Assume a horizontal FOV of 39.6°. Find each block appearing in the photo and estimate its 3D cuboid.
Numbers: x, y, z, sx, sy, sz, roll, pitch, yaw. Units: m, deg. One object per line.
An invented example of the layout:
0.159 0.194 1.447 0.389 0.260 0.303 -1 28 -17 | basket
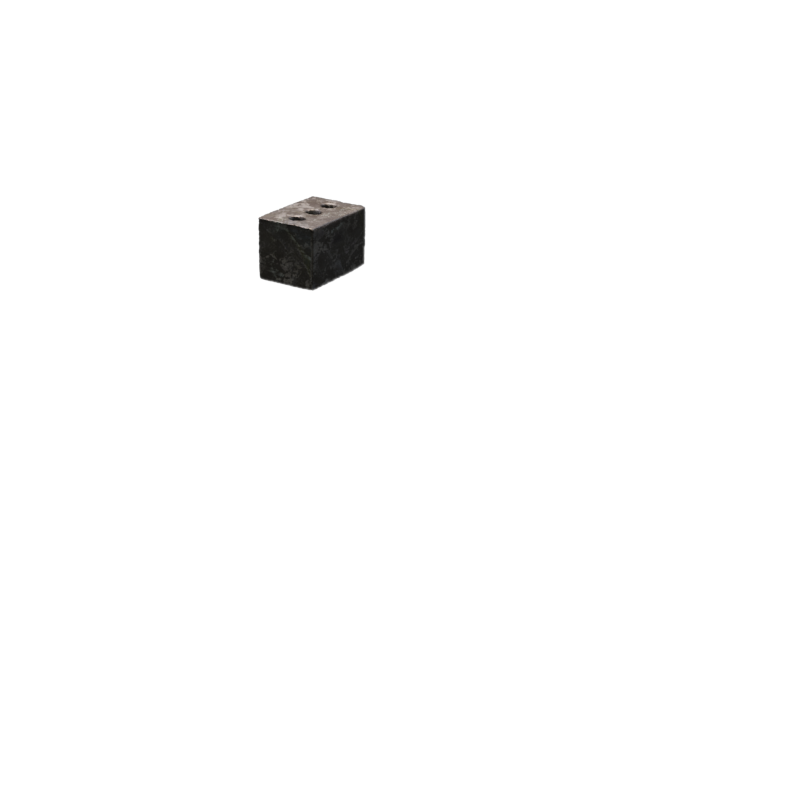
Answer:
-0.069 -0.125 0.877 0.055 0.049 0.078 13 26 28 | block
